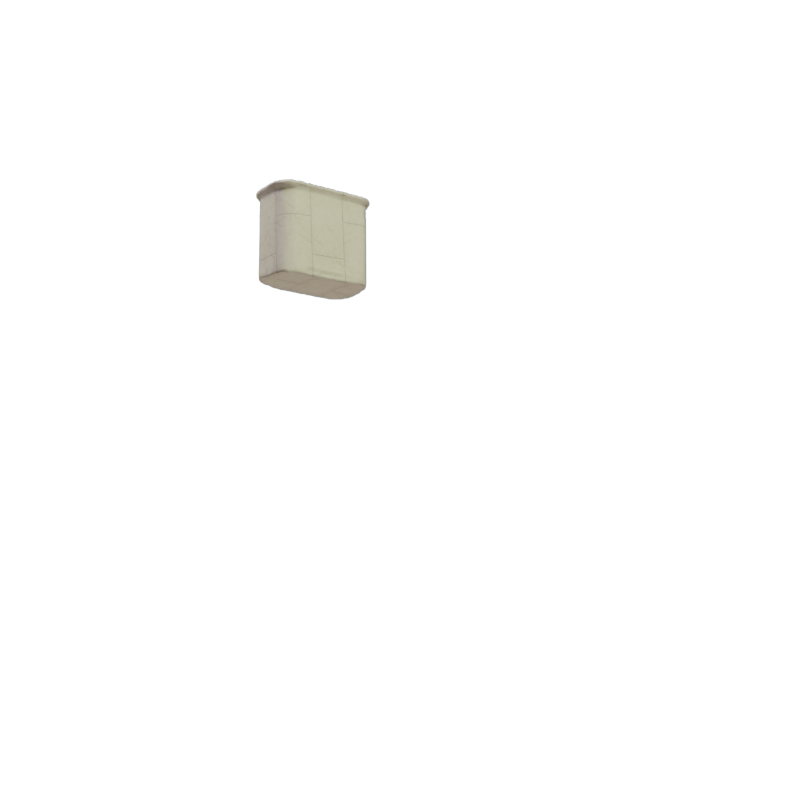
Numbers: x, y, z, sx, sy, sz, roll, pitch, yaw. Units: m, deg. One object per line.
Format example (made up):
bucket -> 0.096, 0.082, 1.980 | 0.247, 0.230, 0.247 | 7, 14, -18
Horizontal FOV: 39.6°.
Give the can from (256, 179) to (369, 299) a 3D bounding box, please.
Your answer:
can -> -0.077, -0.140, 0.984 | 0.097, 0.087, 0.058 | 10, -19, -34
